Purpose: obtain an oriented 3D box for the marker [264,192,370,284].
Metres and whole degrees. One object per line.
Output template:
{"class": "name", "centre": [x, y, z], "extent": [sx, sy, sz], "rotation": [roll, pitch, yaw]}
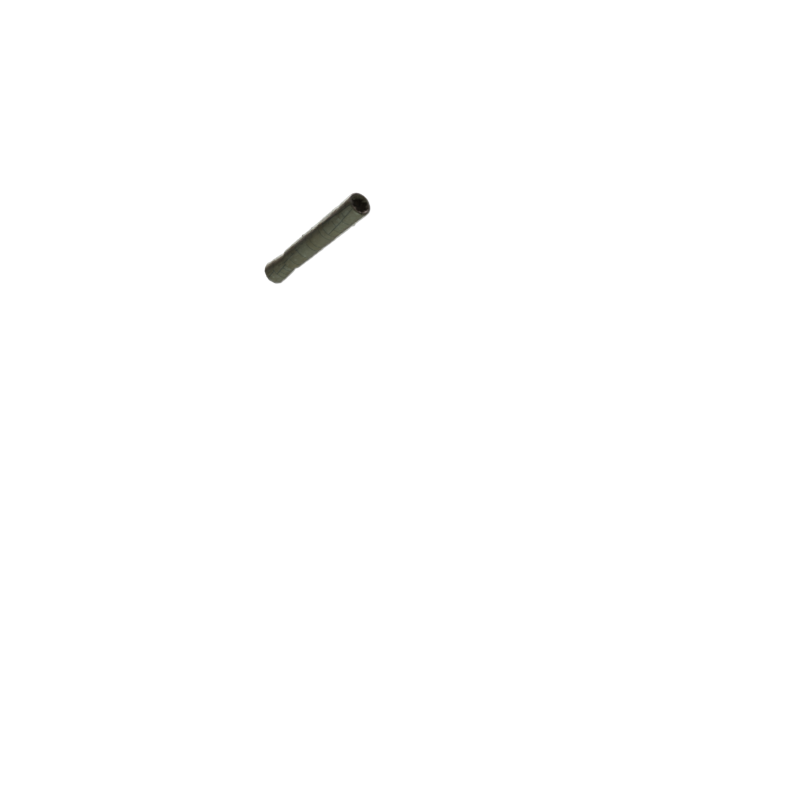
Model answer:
{"class": "marker", "centre": [-0.065, -0.118, 0.825], "extent": [0.019, 0.021, 0.120], "rotation": [-3, -19, -41]}
